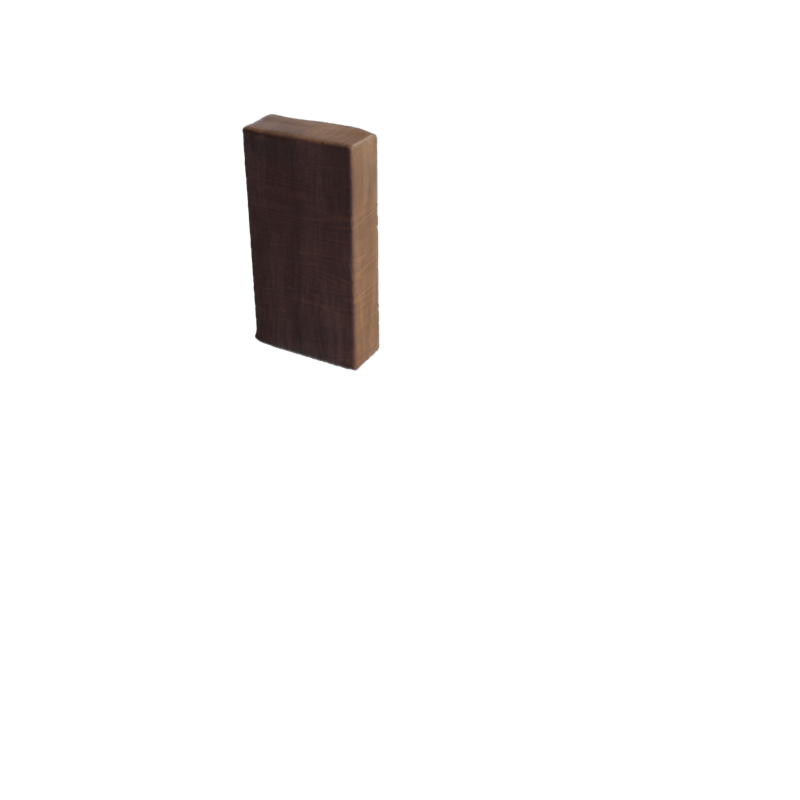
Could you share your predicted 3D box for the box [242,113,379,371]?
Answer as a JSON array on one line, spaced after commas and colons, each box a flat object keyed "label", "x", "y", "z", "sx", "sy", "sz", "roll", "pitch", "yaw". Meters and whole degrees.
[{"label": "box", "x": -0.063, "y": -0.116, "z": 0.815, "sx": 0.098, "sy": 0.167, "sz": 0.048, "roll": 16, "pitch": 28, "yaw": 27}]
